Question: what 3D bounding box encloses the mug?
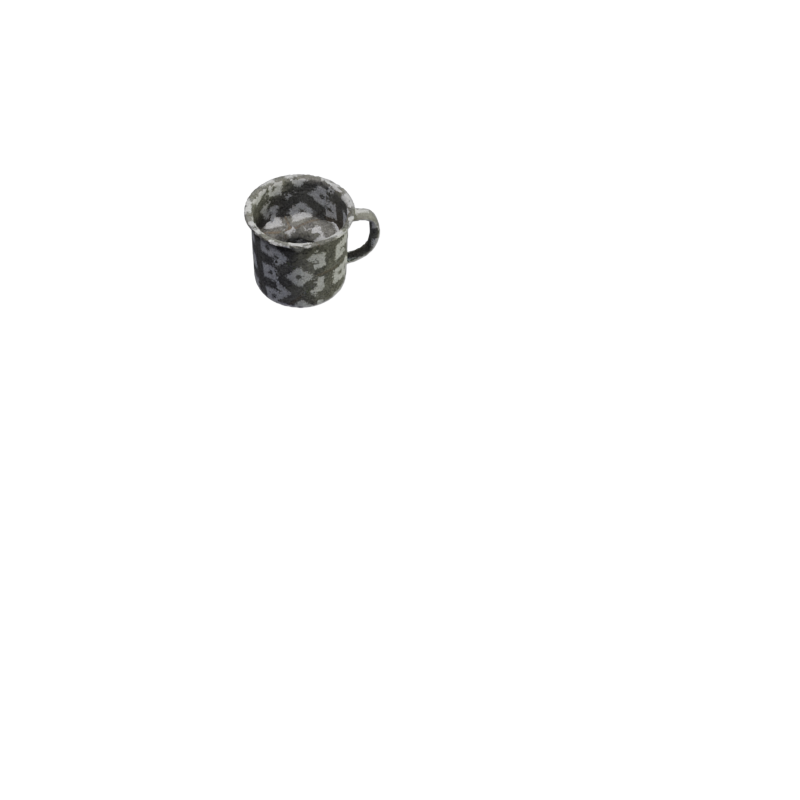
[{"bbox_3d":[-0.075,-0.136,0.956,0.116,0.101,0.076,-12,-41,-12],"label":"mug"}]
